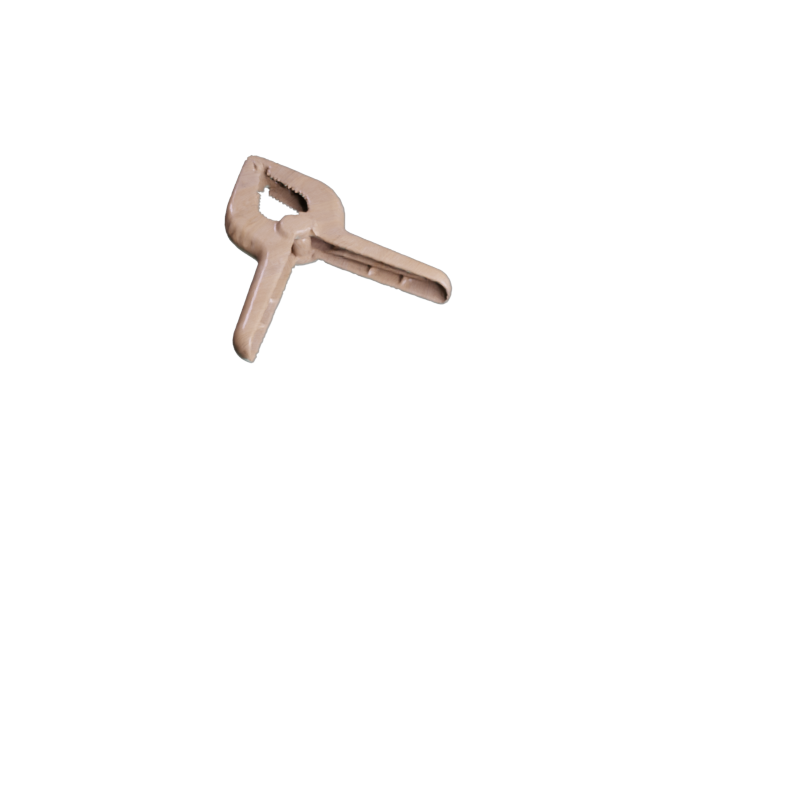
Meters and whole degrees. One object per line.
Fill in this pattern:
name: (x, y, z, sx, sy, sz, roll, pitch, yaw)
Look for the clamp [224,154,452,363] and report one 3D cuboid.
clamp: (-0.066, -0.120, 0.844, 0.163, 0.034, 0.228, -12, 46, -12)
